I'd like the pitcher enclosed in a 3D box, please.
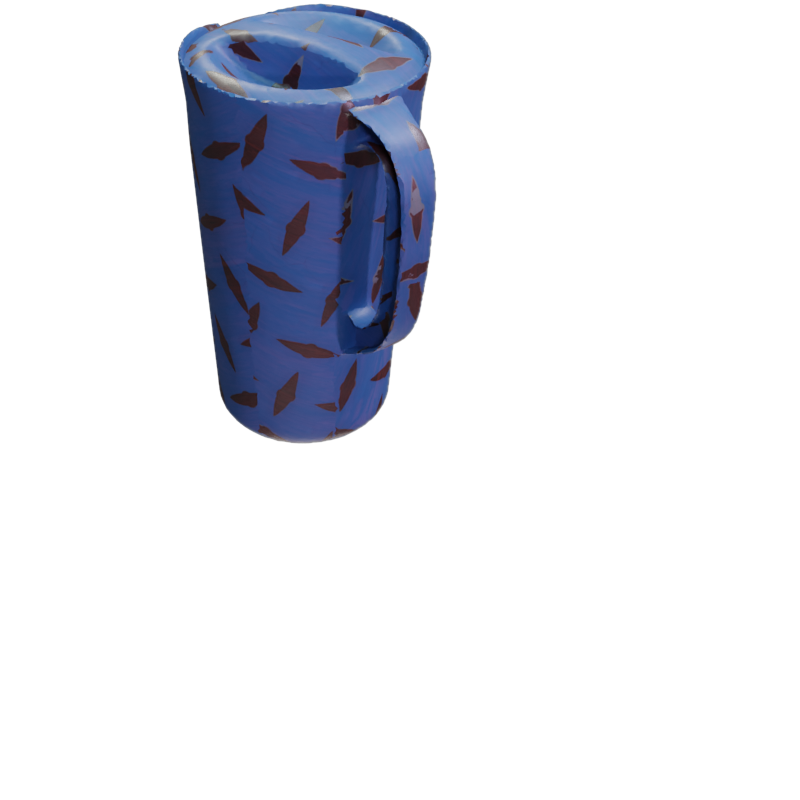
[{"bbox_3d":[-0.050,-0.091,0.635,0.147,0.227,0.157,7,36,7],"label":"pitcher"}]
